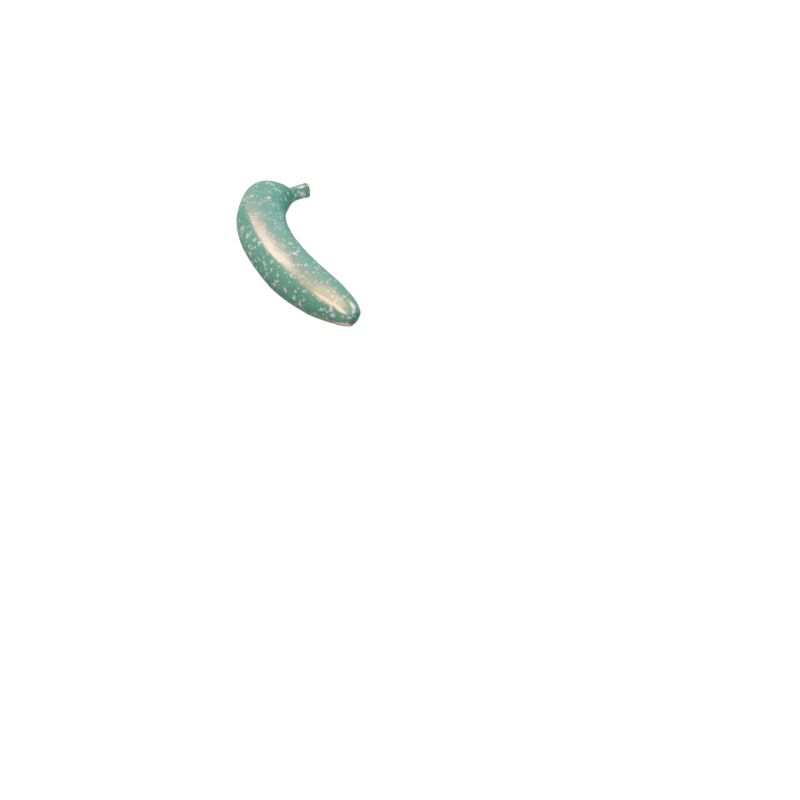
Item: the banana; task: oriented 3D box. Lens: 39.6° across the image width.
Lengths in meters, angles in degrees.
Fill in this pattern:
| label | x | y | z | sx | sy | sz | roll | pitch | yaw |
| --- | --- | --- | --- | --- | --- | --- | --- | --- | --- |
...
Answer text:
| label | x | y | z | sx | sy | sz | roll | pitch | yaw |
| --- | --- | --- | --- | --- | --- | --- | --- | --- | --- |
| banana | -0.083 | -0.117 | 0.818 | 0.069 | 0.034 | 0.213 | -8 | 38 | -11 |
